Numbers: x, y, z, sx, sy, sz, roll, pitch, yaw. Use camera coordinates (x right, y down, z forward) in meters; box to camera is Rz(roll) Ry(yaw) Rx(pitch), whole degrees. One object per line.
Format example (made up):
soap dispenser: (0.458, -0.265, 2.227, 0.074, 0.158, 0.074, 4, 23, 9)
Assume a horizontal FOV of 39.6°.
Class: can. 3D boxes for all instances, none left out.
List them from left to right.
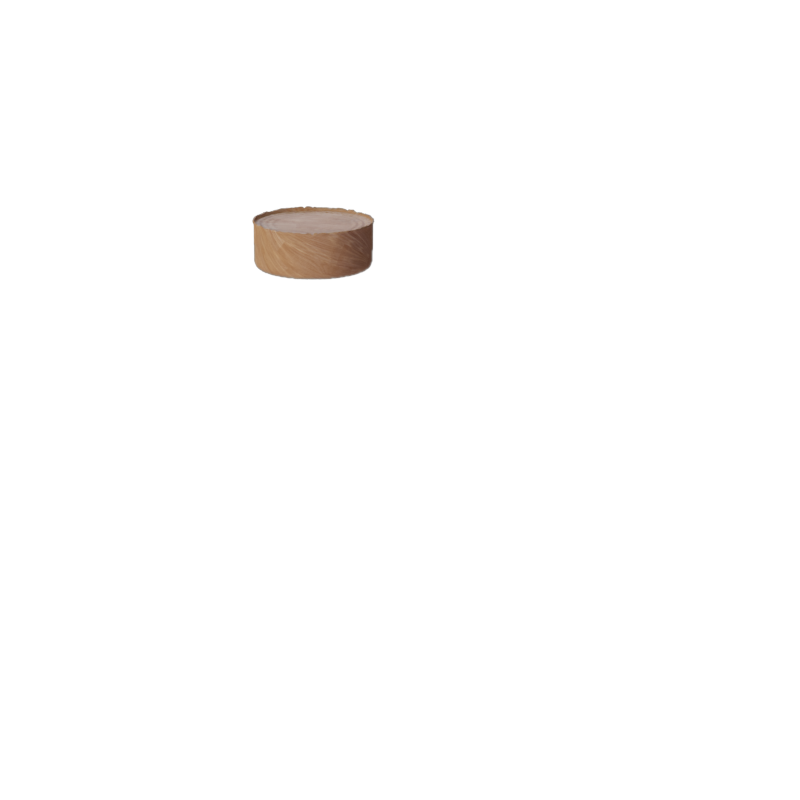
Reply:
can: (-0.061, -0.112, 0.785, 0.086, 0.032, 0.090, -1, 20, -2)
